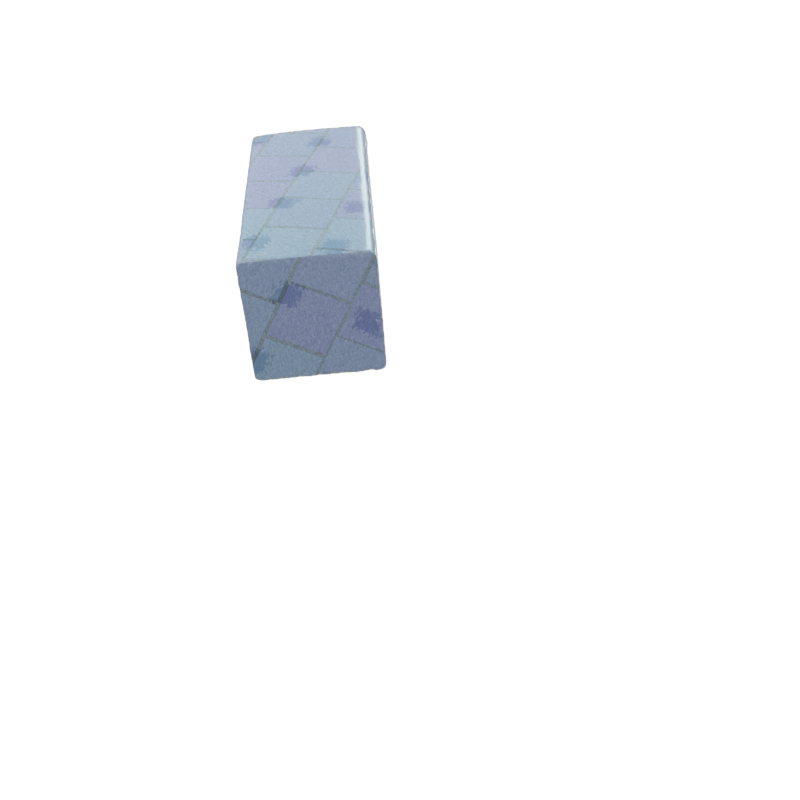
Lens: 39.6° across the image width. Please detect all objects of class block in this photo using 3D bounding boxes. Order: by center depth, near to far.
[{"bbox_3d":[-0.062,-0.114,0.796,0.090,0.085,0.220,-6,33,0],"label":"block"}]
